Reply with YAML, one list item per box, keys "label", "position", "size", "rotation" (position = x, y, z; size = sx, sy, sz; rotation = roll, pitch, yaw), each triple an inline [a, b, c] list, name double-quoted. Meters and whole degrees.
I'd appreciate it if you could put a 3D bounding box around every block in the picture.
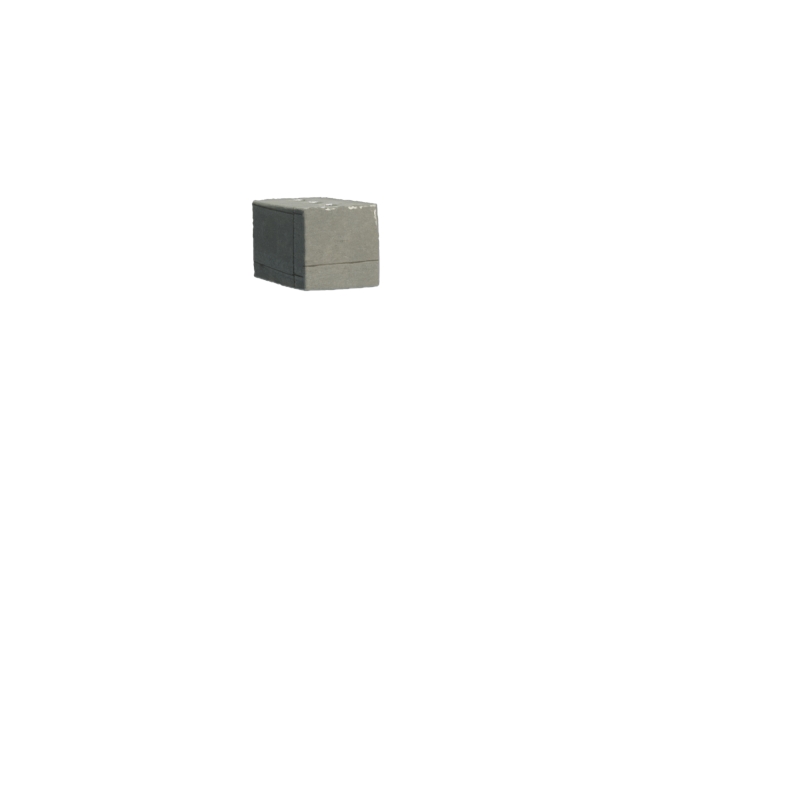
- label: "block"
  position: [-0.054, -0.099, 0.696]
  size: [0.051, 0.050, 0.082]
  rotation: [-6, 13, -30]
